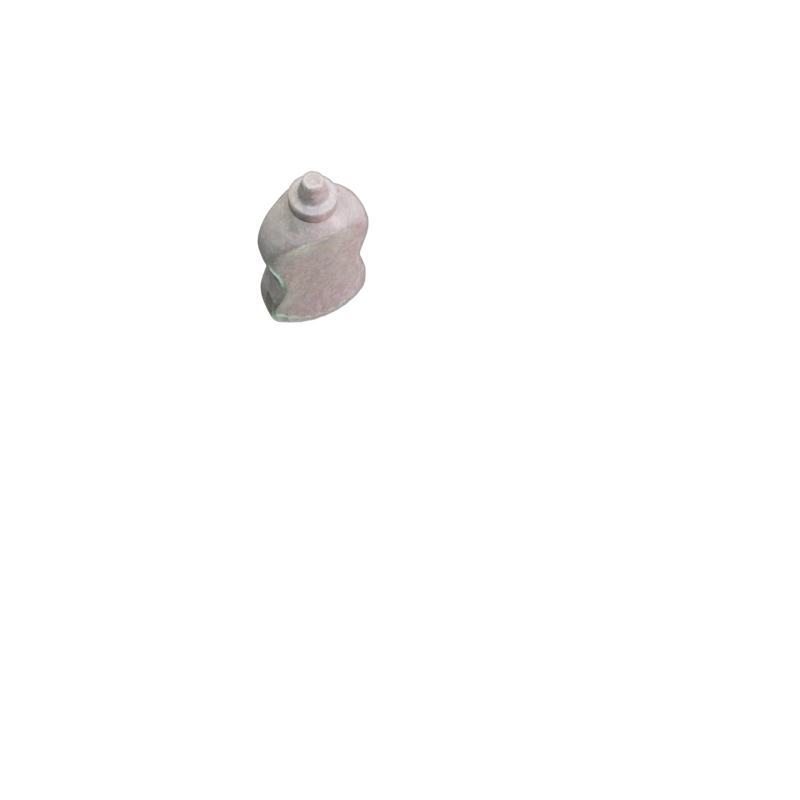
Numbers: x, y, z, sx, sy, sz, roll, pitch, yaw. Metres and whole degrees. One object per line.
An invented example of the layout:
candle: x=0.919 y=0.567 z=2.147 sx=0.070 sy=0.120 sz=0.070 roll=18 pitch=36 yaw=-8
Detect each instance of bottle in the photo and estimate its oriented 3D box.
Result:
bottle: x=-0.075 y=-0.137 z=0.953 sx=0.095 sy=0.062 sz=0.181 roll=-21 pitch=-21 yaw=-12
